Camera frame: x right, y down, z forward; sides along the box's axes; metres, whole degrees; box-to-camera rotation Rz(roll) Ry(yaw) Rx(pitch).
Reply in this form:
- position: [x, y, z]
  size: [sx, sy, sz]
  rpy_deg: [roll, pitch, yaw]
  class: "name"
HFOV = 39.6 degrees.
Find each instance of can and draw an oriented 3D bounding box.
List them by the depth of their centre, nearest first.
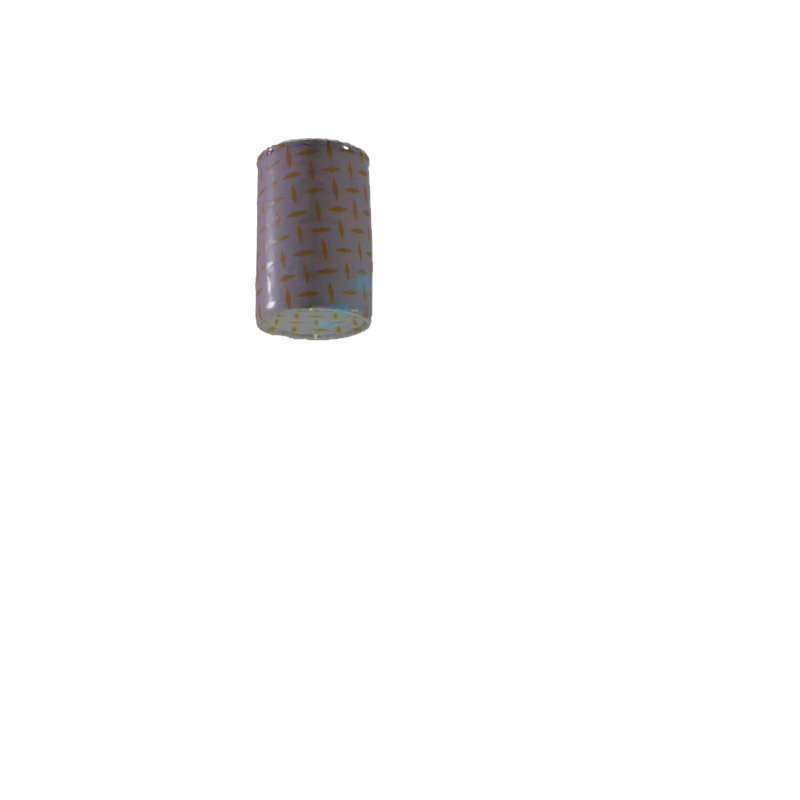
- position: [-0.051, -0.092, 0.646]
  size: [0.068, 0.107, 0.066]
  rpy_deg: [0, -17, -2]
  class: "can"
